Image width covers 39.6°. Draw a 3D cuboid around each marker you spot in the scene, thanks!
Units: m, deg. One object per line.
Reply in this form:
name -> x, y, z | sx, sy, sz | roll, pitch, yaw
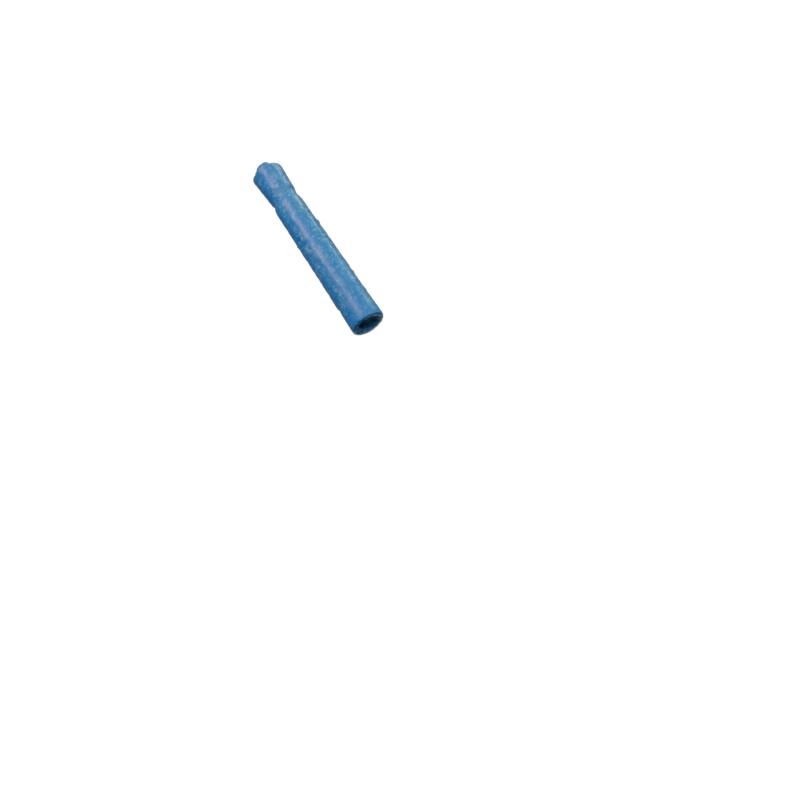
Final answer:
marker -> -0.048, -0.087, 0.608 | 0.020, 0.130, 0.018 | -24, -30, -16
